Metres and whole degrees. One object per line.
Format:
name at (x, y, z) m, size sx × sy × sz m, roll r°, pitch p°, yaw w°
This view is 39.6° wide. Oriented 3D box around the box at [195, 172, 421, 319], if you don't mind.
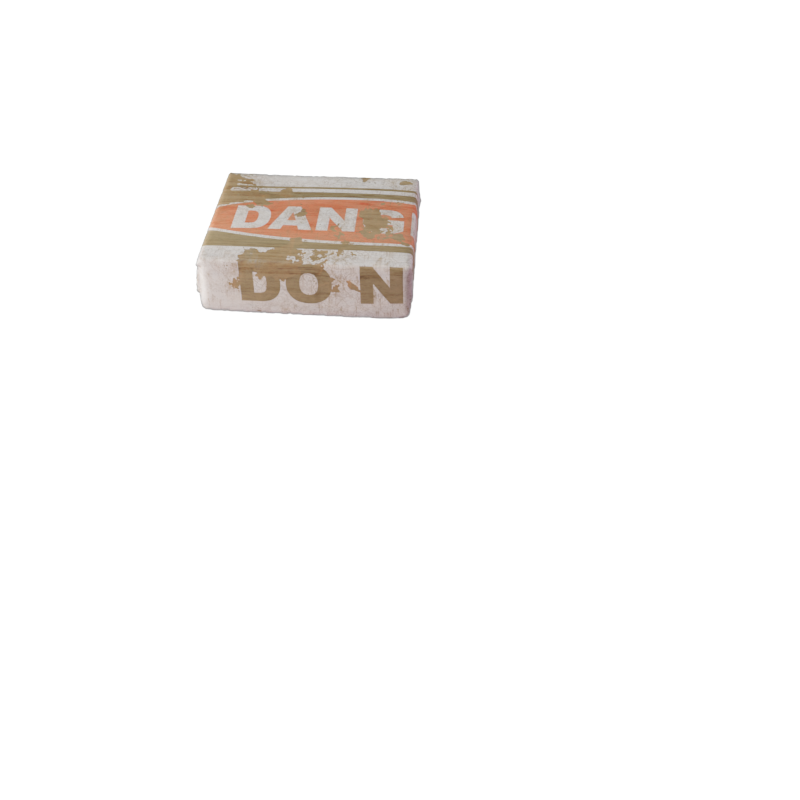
box at (-0.047, -0.086, 0.604) m, size 0.114 × 0.036 × 0.095 m, roll 4°, pitch 39°, yaw 4°
